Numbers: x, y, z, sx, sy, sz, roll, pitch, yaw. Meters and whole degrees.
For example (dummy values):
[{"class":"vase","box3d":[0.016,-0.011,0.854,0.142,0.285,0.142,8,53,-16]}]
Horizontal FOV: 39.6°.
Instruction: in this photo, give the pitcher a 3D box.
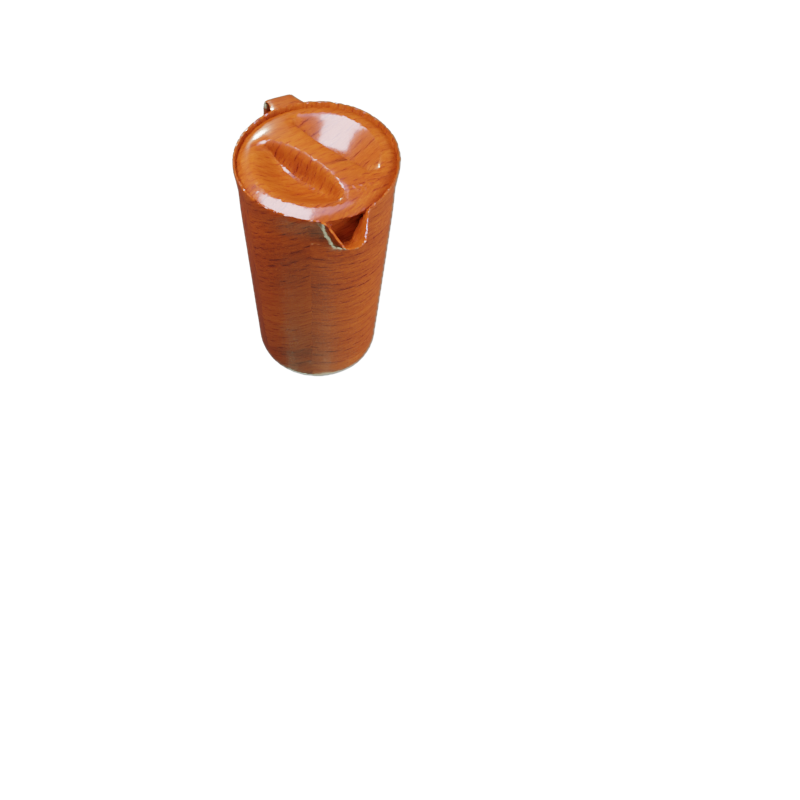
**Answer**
[{"class":"pitcher","box3d":[-0.076,-0.138,0.965,0.149,0.156,0.227,19,-35,10]}]
